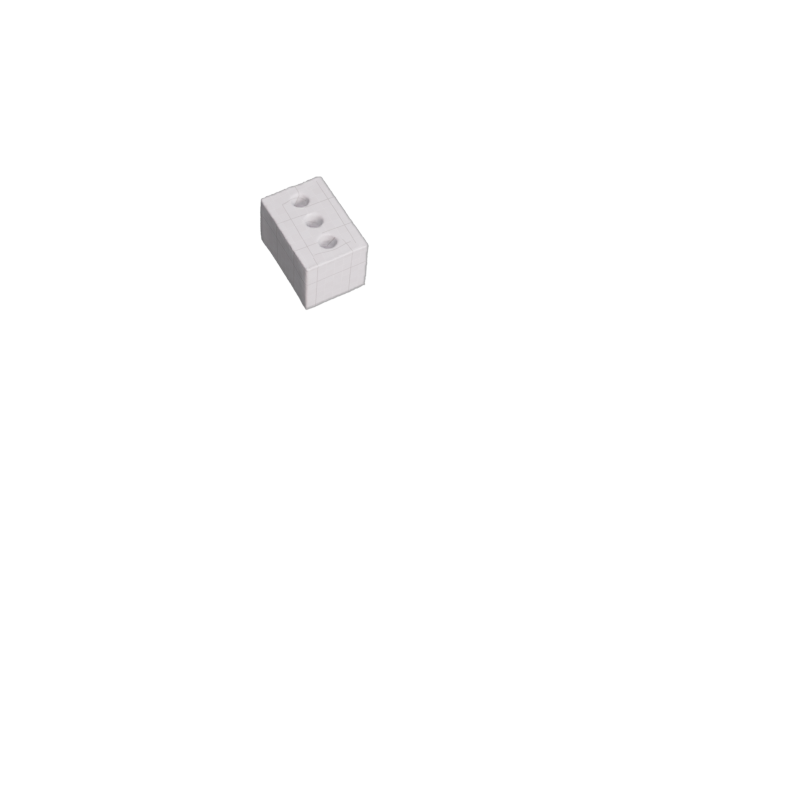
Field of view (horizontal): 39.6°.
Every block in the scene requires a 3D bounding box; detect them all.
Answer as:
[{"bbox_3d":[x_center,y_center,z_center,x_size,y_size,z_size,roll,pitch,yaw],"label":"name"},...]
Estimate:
[{"bbox_3d":[-0.065,-0.118,0.825,0.052,0.084,0.048,-24,-31,-17],"label":"block"}]
